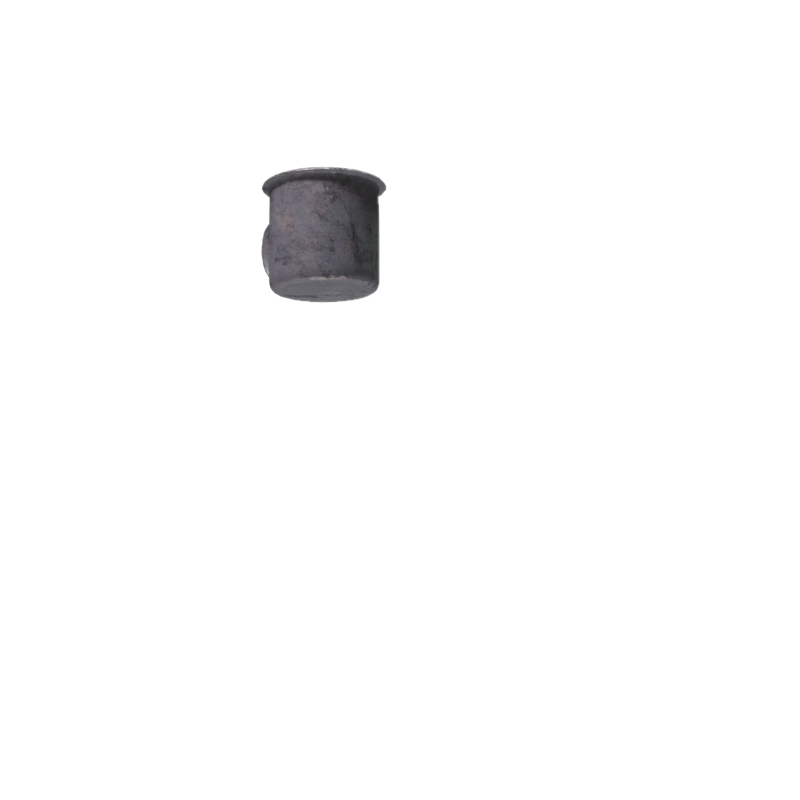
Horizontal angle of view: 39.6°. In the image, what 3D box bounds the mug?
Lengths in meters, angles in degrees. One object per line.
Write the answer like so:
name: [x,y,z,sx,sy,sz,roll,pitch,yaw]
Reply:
mug: [-0.065,-0.119,0.831,0.088,0.084,0.120,10,-15,-44]
